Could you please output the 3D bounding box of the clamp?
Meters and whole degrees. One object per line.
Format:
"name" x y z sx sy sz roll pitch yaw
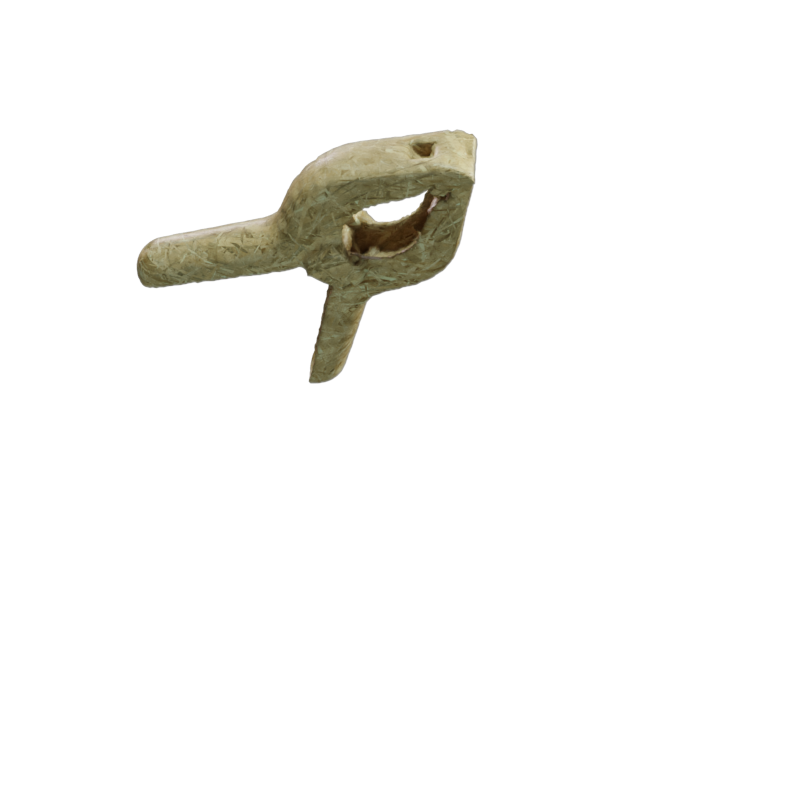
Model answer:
"clamp" -0.039 -0.071 0.501 0.114 0.042 0.168 22 -42 -27
